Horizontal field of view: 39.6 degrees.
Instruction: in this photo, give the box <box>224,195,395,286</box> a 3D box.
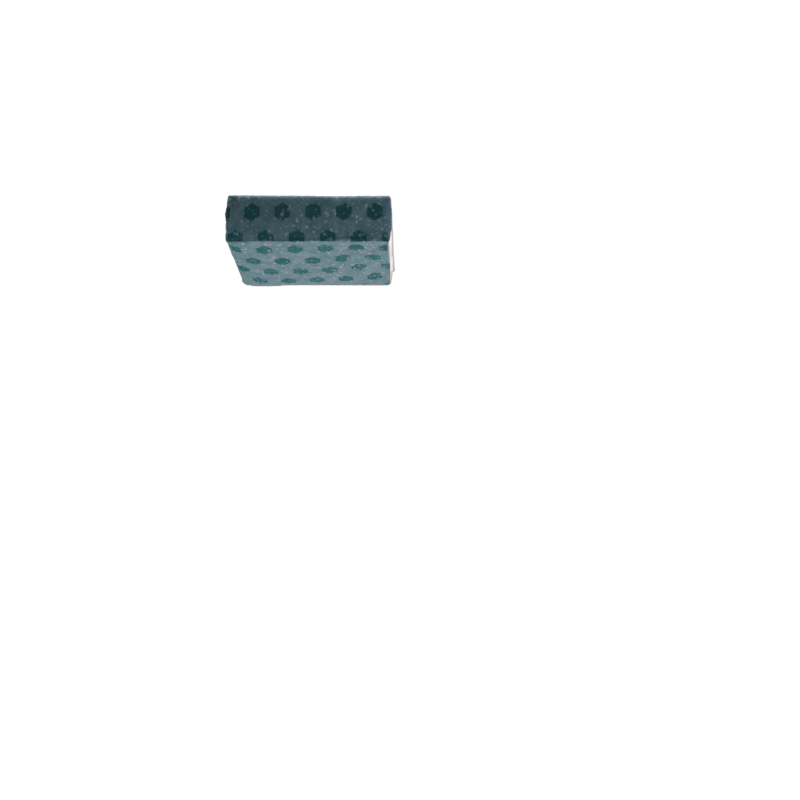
[{"bbox_3d":[-0.061,-0.111,0.776,0.114,0.041,0.086,-1,-16,2],"label":"box"}]
